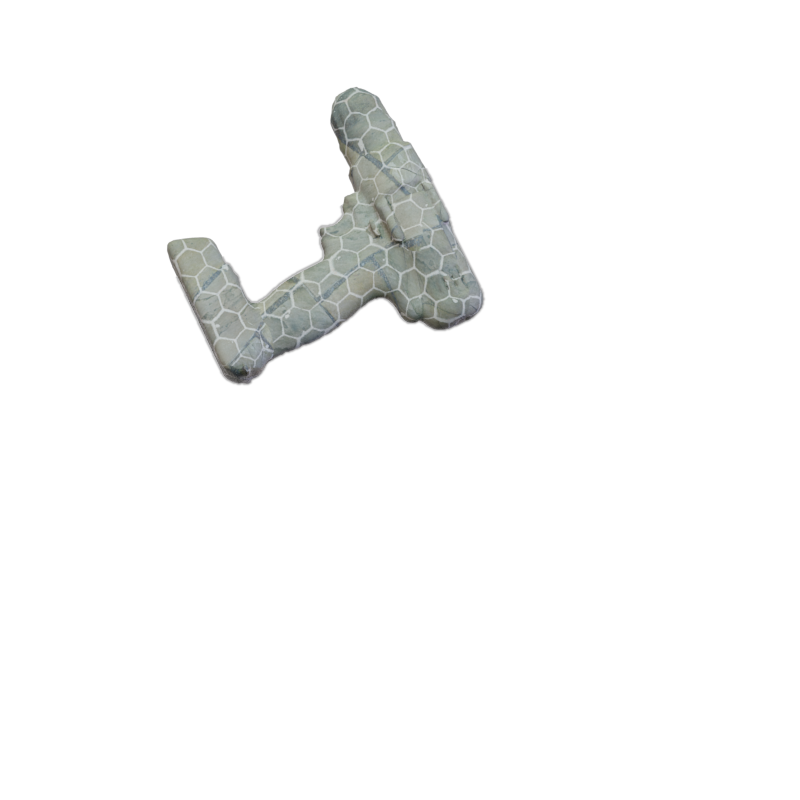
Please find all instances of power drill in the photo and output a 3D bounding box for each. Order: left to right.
[{"bbox_3d":[-0.059,-0.108,0.755,0.187,0.193,0.055,-24,-16,-8],"label":"power drill"}]
